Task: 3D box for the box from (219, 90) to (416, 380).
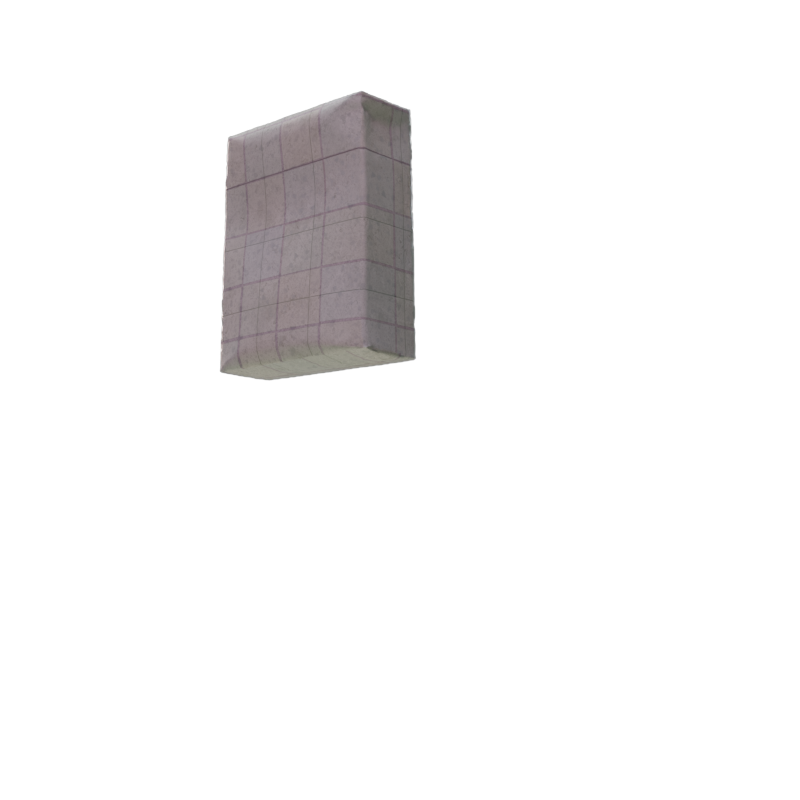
[{"bbox_3d":[-0.072,-0.132,0.925,0.168,0.221,0.068,-10,-17,39],"label":"box"}]
